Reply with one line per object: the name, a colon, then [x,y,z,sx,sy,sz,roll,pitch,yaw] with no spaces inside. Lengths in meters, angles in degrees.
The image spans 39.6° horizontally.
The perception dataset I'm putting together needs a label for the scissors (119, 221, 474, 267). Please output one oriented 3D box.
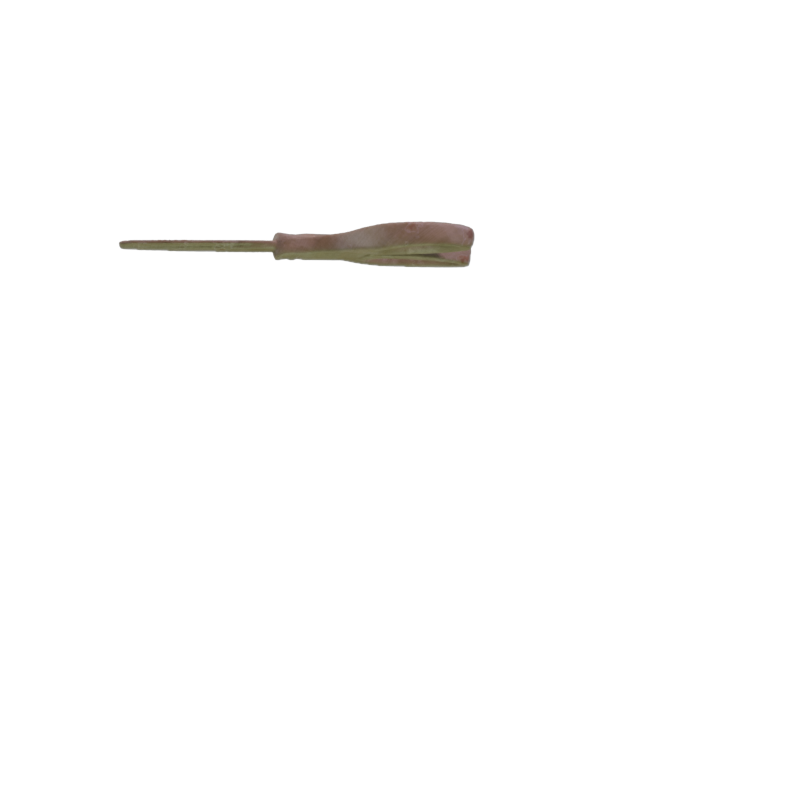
scissors: [-0.048,-0.088,0.613,0.197,0.016,0.097,1,-2,-18]
